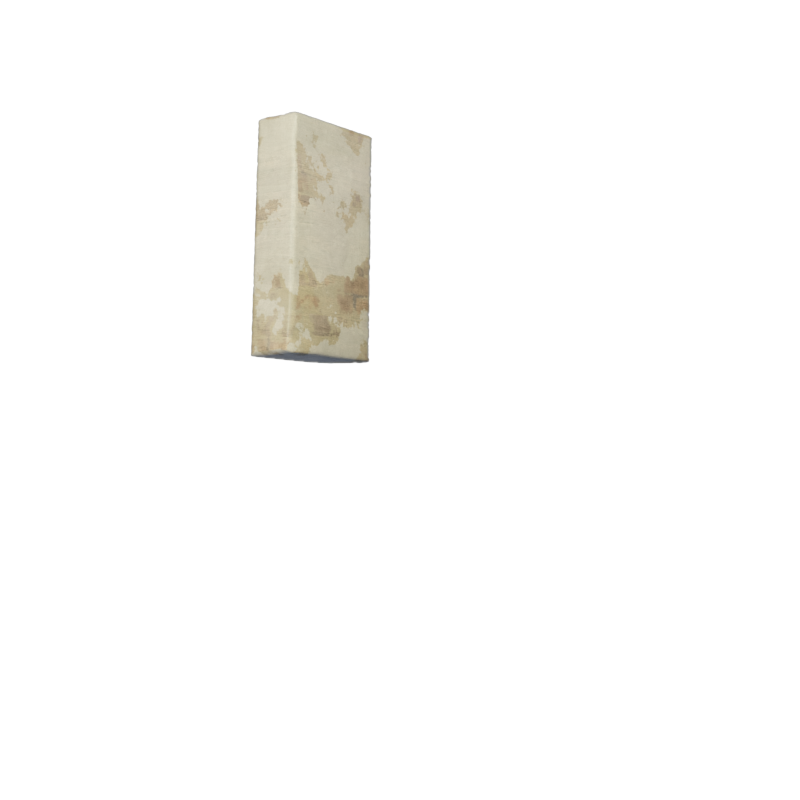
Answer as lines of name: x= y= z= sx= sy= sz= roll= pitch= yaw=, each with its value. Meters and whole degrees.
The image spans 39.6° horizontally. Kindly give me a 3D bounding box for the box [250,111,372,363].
box: x=-0.065 y=-0.118 z=0.828 sx=0.049 sy=0.181 sz=0.089 roll=-9 pitch=-13 yaw=38
